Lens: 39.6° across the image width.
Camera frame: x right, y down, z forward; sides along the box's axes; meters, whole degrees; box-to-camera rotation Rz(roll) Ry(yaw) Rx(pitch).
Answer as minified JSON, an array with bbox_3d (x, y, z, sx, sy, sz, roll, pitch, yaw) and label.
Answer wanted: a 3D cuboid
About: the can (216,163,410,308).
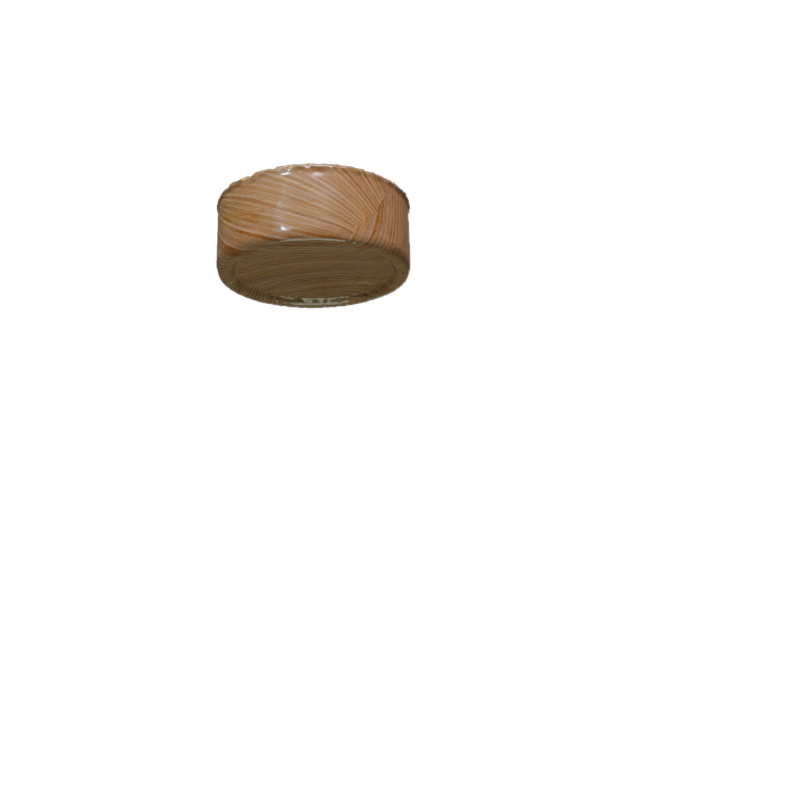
[{"bbox_3d":[-0.038,-0.069,0.487,0.086,0.035,0.082,0,-17,-2],"label":"can"}]
